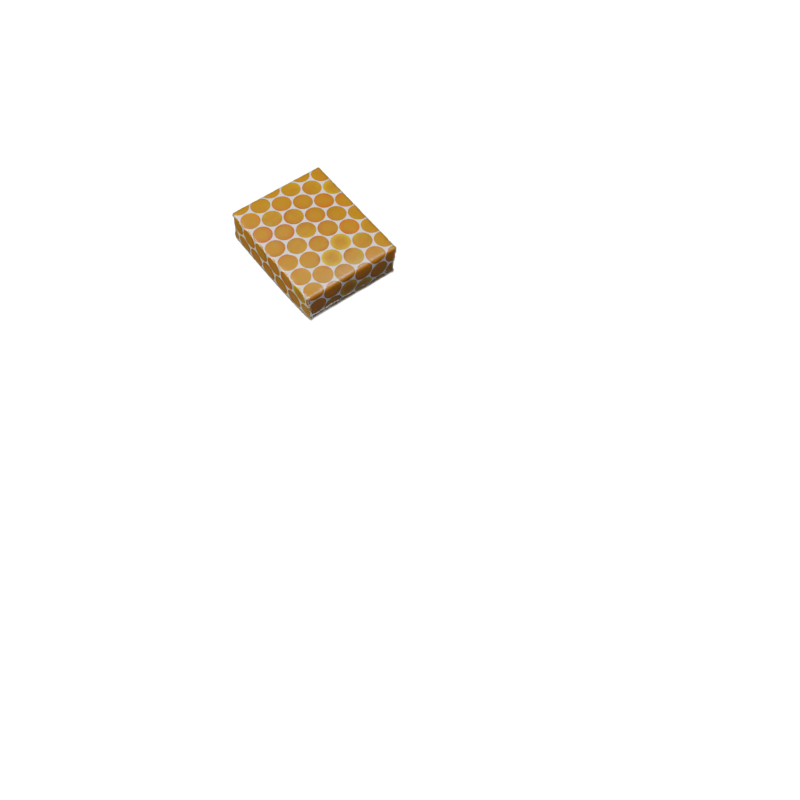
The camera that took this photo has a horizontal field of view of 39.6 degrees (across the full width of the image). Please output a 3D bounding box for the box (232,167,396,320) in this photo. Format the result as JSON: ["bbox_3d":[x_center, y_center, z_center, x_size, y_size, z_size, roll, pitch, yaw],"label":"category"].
[{"bbox_3d":[-0.072,-0.132,0.922,0.090,0.121,0.036,-32,-28,-19],"label":"box"}]
